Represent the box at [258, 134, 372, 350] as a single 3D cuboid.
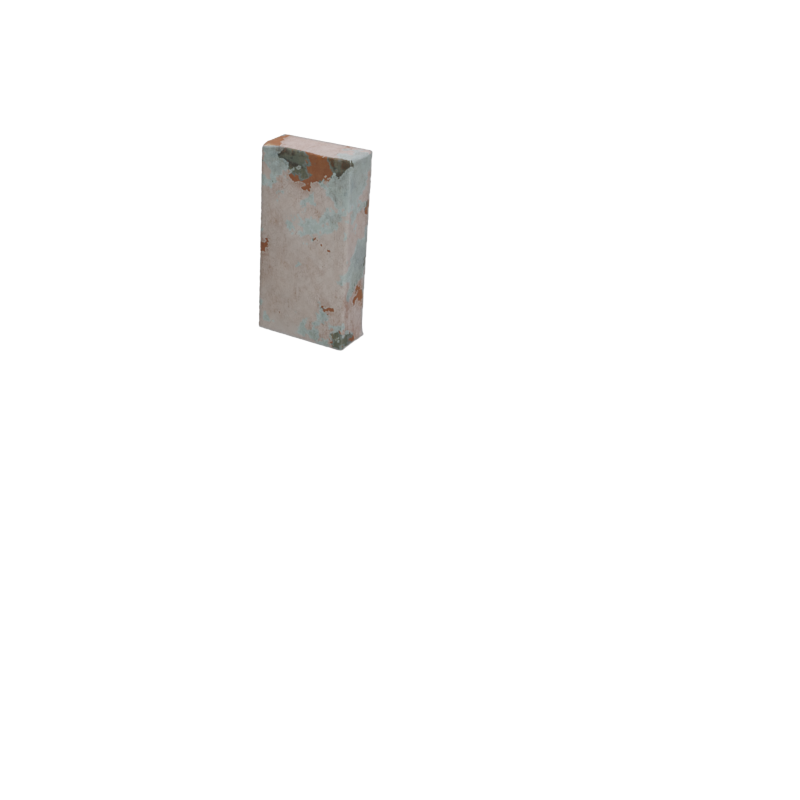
[{"bbox_3d":[-0.077,-0.140,0.981,0.098,0.168,0.048,15,27,27],"label":"box"}]
